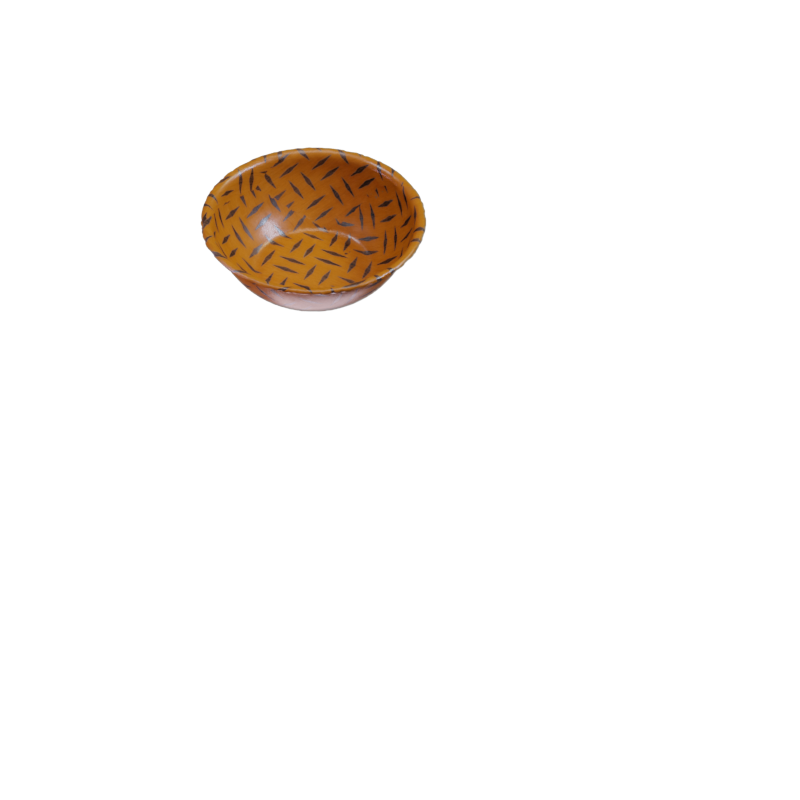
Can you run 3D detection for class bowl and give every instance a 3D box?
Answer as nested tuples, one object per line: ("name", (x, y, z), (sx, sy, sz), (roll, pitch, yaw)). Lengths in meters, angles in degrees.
("bowl", (-0.064, -0.116, 0.813), (0.162, 0.174, 0.051), (-1, -44, -1))
